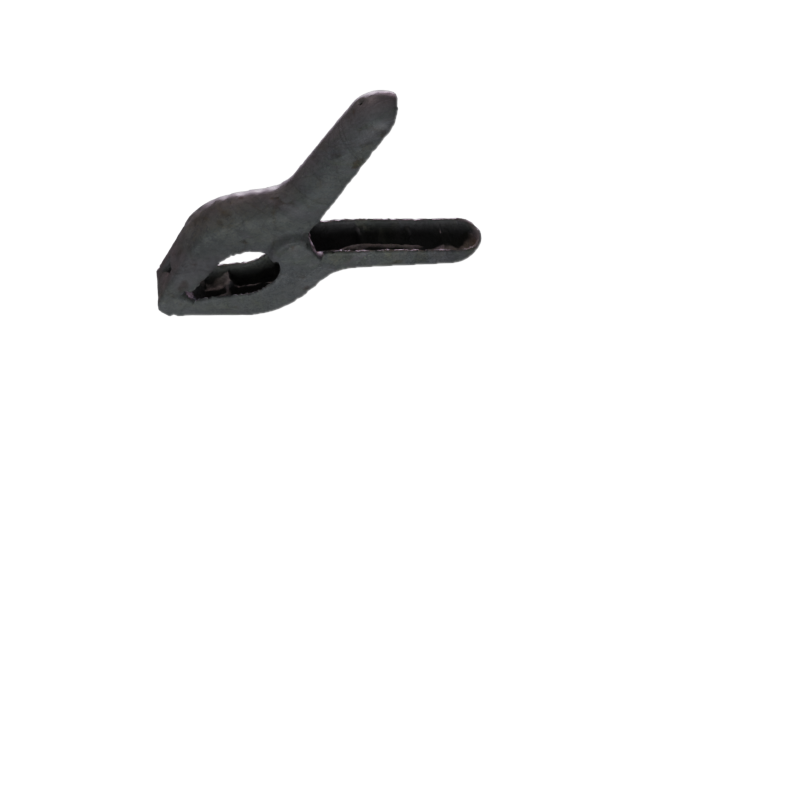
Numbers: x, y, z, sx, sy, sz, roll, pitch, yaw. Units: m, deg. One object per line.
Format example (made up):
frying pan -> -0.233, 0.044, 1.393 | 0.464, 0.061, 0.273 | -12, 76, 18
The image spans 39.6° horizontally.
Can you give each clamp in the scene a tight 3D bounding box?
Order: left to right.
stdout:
clamp -> -0.045, -0.082, 0.577 | 0.172, 0.042, 0.111 | -25, -49, 24
